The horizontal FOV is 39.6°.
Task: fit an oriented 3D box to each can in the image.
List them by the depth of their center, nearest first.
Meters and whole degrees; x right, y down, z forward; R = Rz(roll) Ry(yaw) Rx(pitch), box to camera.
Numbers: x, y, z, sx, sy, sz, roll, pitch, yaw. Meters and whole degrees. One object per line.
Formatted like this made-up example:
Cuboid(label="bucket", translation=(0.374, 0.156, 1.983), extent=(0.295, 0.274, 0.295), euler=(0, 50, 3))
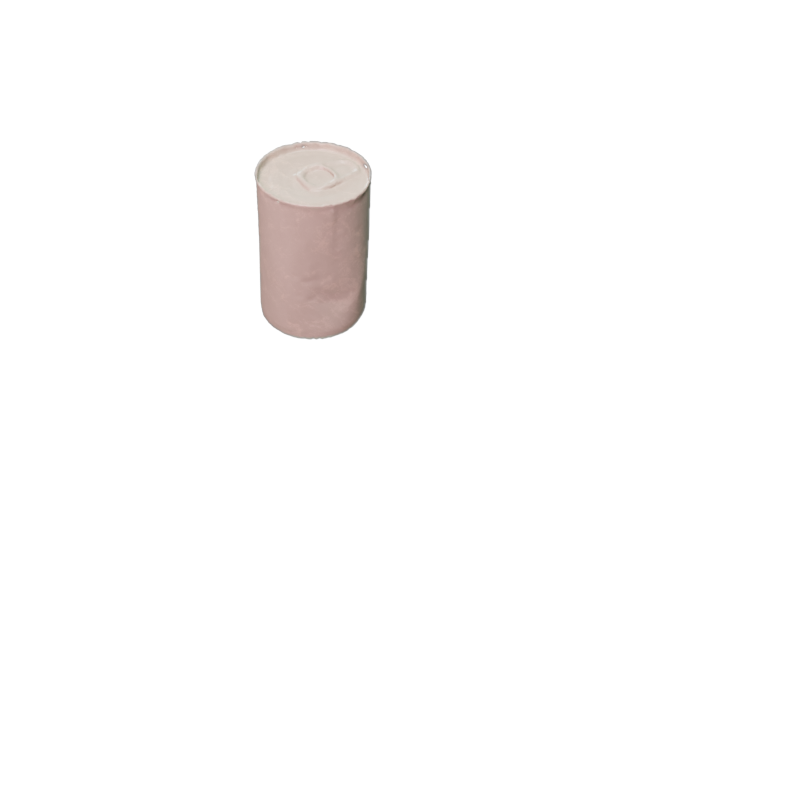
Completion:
Cuboid(label="can", translation=(-0.053, -0.096, 0.671), extent=(0.068, 0.095, 0.073), euler=(0, 41, -3))
